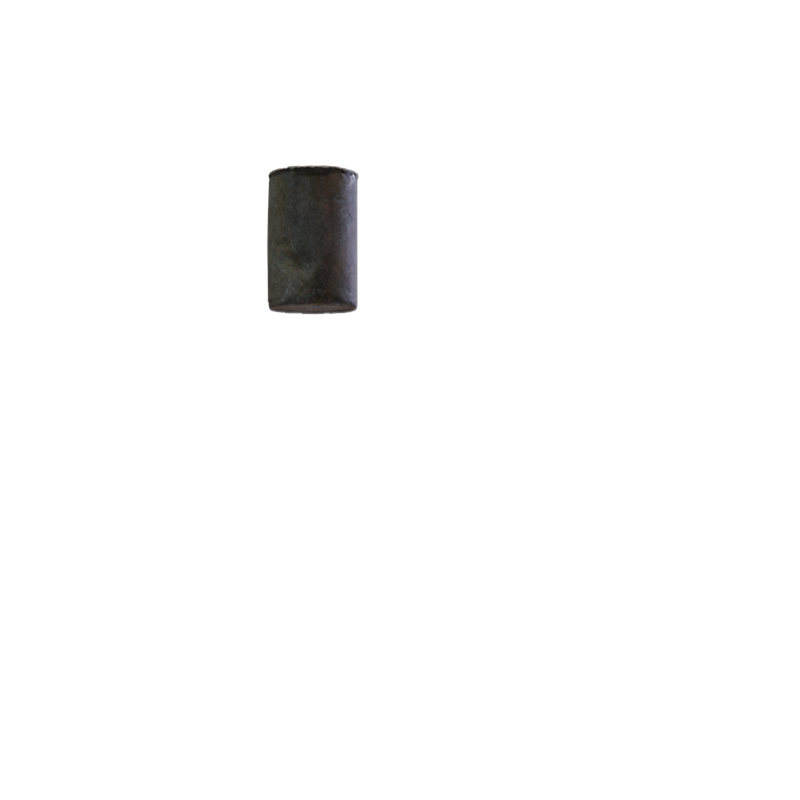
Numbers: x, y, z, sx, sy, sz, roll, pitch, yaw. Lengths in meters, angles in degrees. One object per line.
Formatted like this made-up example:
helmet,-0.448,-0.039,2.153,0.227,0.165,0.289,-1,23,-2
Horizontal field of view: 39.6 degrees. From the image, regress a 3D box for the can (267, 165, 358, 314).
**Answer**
can,-0.064,-0.118,0.823,0.068,0.104,0.067,0,-7,-2
